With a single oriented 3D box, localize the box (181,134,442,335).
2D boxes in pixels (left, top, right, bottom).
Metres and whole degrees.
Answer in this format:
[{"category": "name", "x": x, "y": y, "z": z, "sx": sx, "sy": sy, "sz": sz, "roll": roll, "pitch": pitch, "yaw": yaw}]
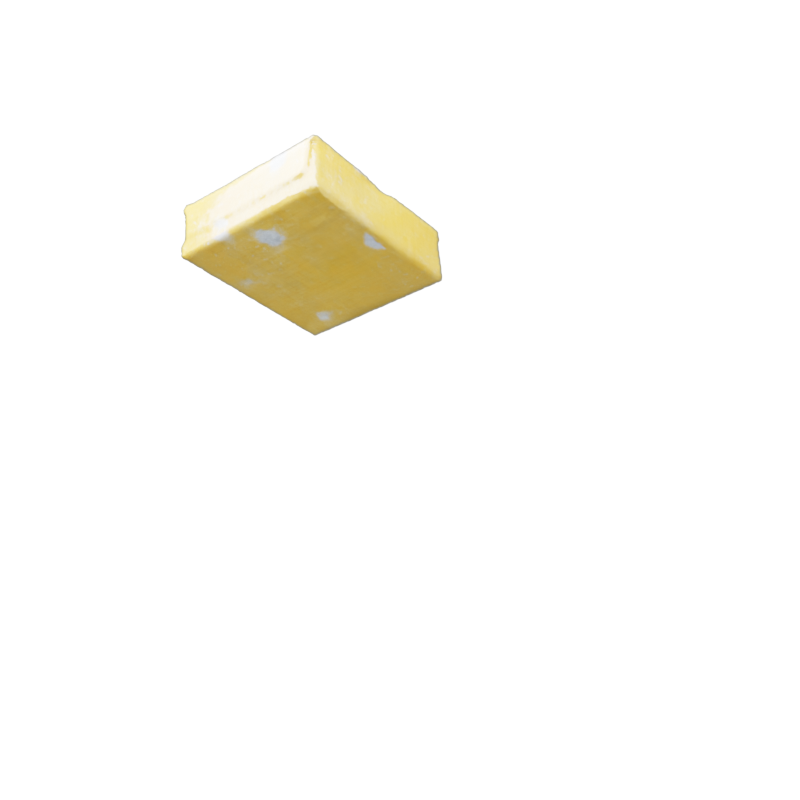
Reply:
[{"category": "box", "x": -0.037, "y": -0.068, "z": 0.474, "sx": 0.073, "sy": 0.032, "sz": 0.083, "roll": -23, "pitch": -38, "yaw": 32}]
